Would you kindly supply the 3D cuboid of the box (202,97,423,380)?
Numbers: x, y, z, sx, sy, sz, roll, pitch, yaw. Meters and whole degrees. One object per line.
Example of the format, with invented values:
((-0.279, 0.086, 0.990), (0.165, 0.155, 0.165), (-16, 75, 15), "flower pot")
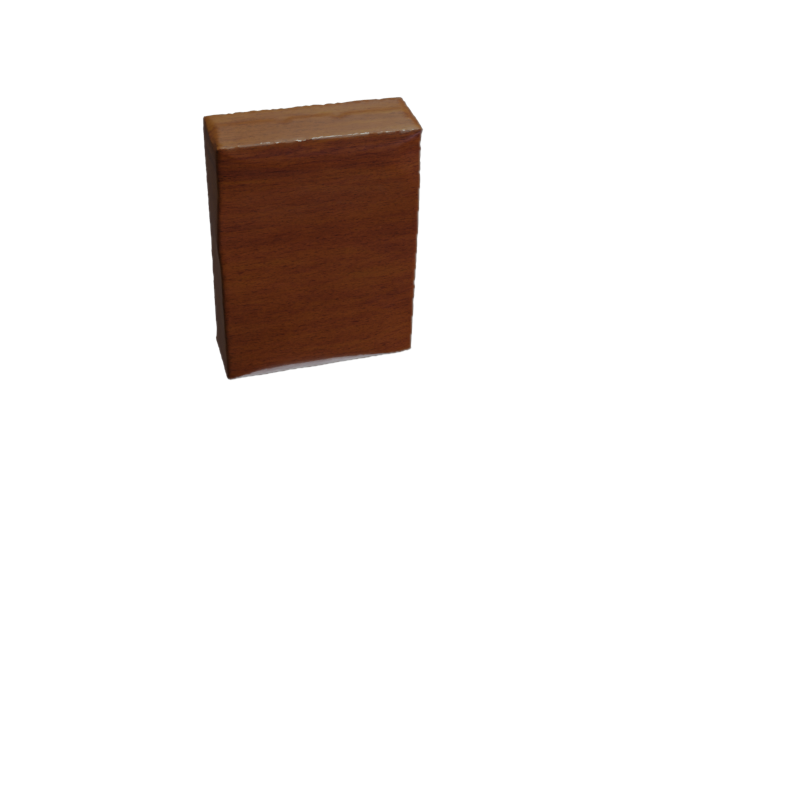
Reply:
((-0.071, -0.129, 0.901), (0.162, 0.200, 0.077), (-8, 35, -13), "box")
